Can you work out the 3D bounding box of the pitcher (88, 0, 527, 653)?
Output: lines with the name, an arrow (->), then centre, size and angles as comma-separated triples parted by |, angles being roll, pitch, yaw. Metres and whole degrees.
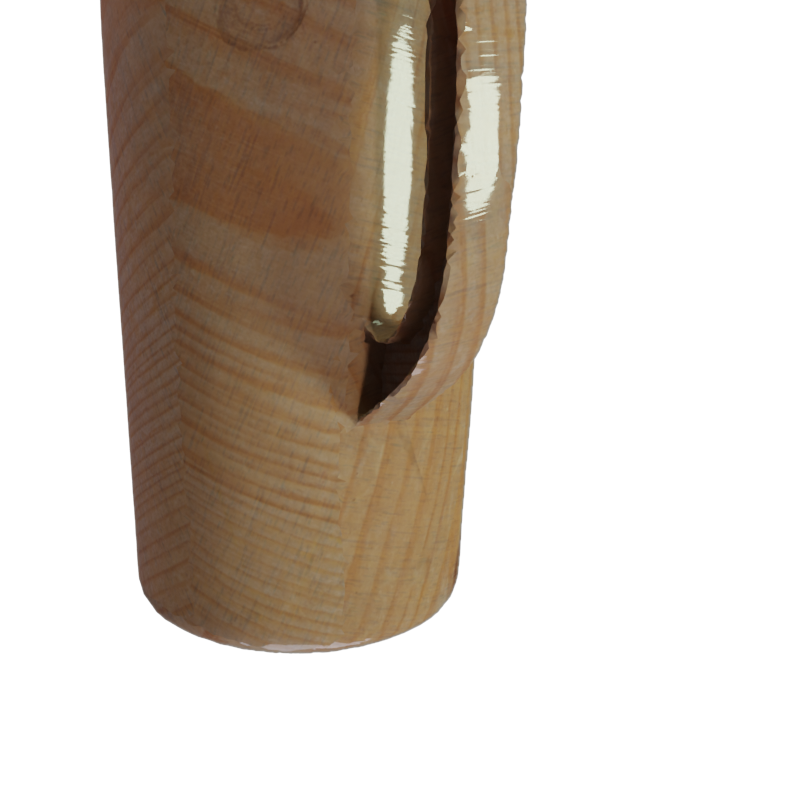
pitcher -> -0.028, -0.050, 0.354 | 0.148, 0.239, 0.149 | 3, 9, 15
